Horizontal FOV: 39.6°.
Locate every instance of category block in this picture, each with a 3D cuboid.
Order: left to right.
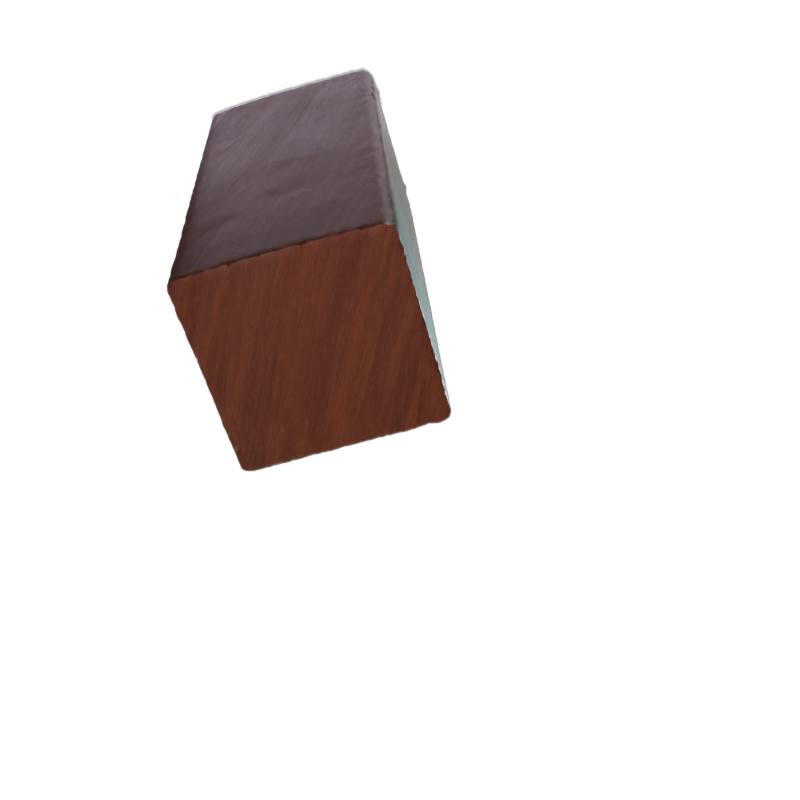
[{"bbox_3d":[-0.040,-0.074,0.513,0.090,0.085,0.219,-15,29,5],"label":"block"}]
